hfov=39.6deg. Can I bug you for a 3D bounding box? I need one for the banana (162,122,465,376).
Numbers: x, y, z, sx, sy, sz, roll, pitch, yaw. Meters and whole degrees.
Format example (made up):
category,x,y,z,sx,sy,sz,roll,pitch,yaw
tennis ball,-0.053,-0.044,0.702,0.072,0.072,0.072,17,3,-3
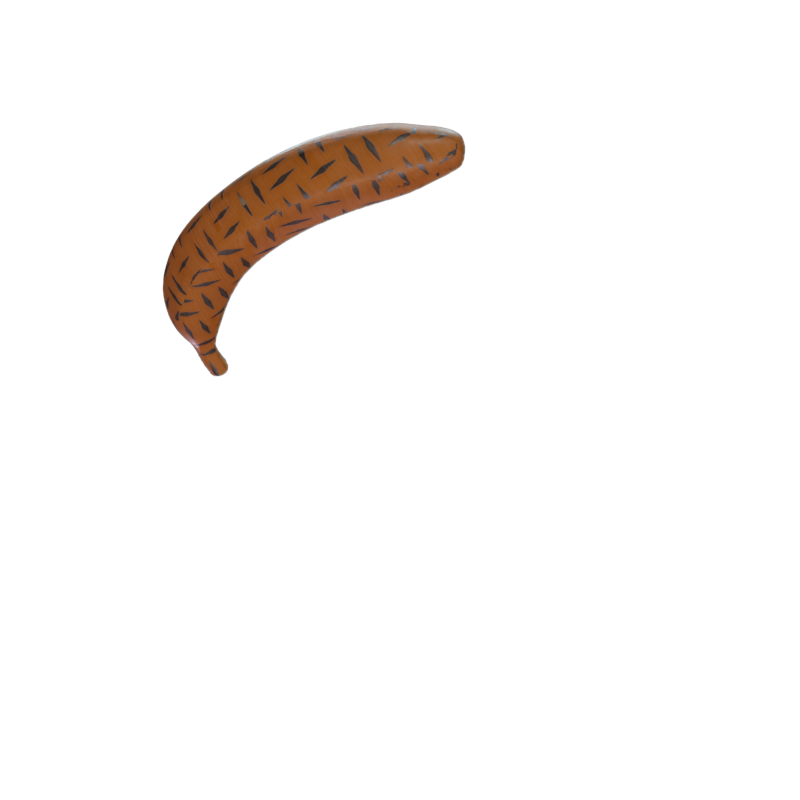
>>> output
category,x,y,z,sx,sy,sz,roll,pitch,yaw
banana,-0.058,-0.081,0.527,0.066,0.039,0.195,28,-46,-31
